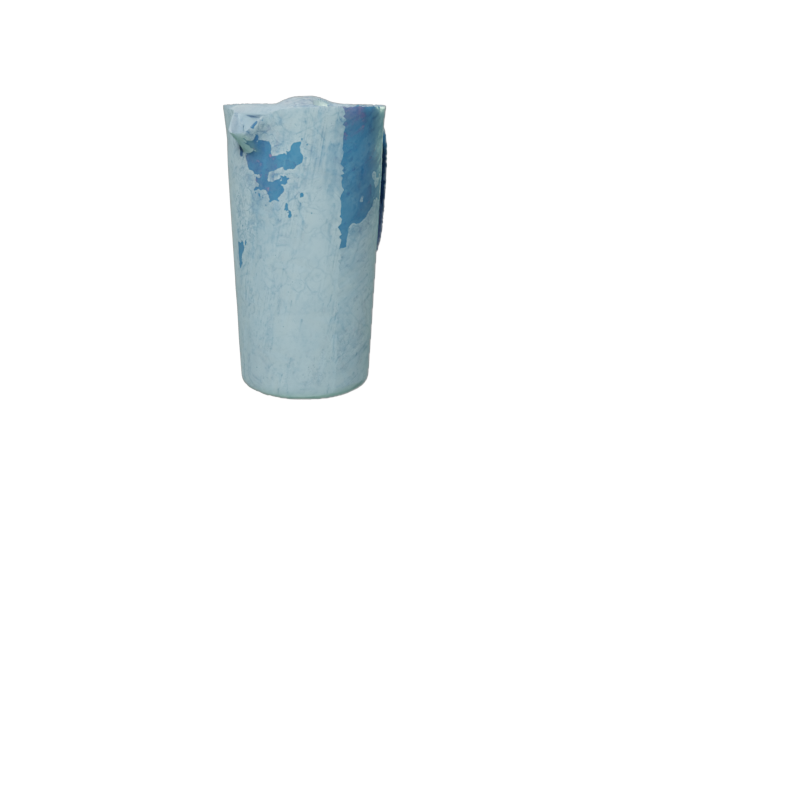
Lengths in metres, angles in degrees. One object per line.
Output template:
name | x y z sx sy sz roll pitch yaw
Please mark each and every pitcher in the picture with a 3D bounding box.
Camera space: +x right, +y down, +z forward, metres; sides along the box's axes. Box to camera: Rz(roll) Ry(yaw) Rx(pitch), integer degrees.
pitcher | -0.073 -0.133 0.930 0.147 0.237 0.150 -1 11 -10
